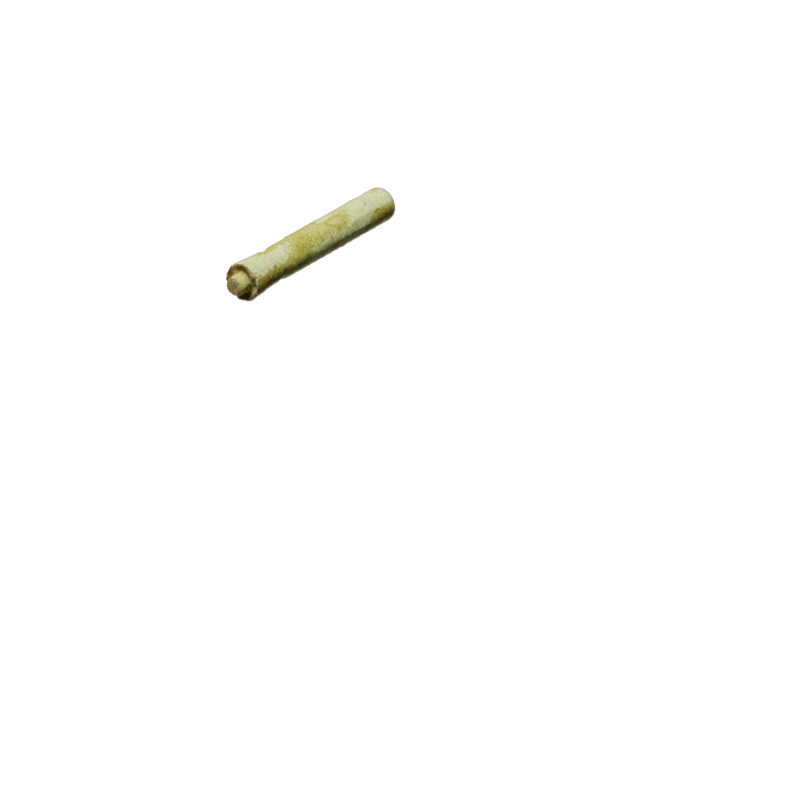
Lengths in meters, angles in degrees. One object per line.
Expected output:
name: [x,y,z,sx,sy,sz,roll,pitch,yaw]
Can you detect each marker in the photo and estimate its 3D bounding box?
marker: [-0.042,-0.077,0.540,0.020,0.019,0.122,2,27,35]
